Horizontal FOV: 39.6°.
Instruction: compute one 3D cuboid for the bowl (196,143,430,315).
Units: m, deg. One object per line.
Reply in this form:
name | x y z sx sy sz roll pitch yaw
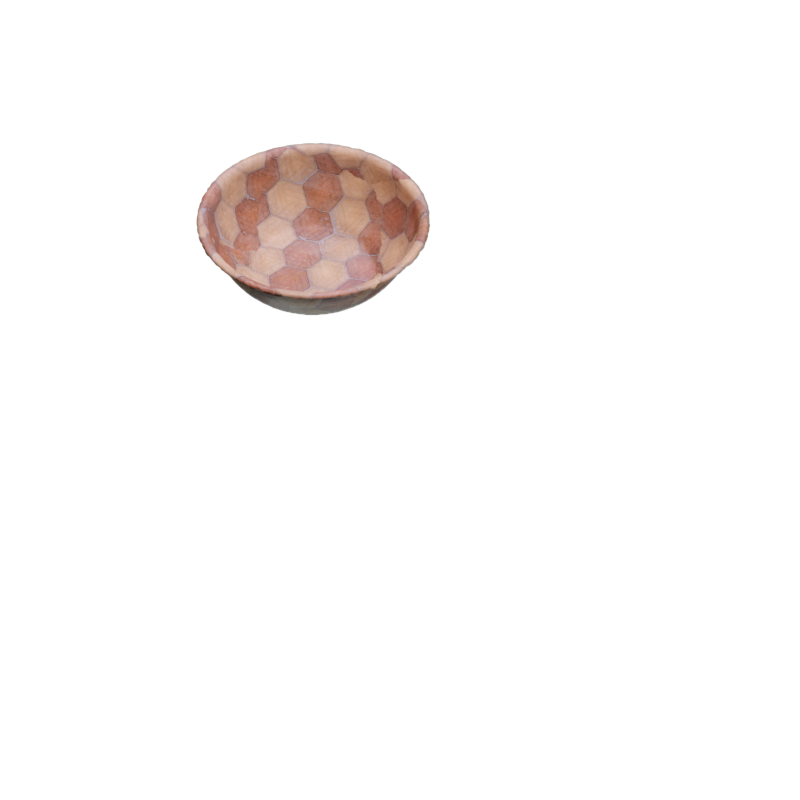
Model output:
bowl | -0.061 -0.112 0.782 0.162 0.174 0.051 -1 -43 -1
